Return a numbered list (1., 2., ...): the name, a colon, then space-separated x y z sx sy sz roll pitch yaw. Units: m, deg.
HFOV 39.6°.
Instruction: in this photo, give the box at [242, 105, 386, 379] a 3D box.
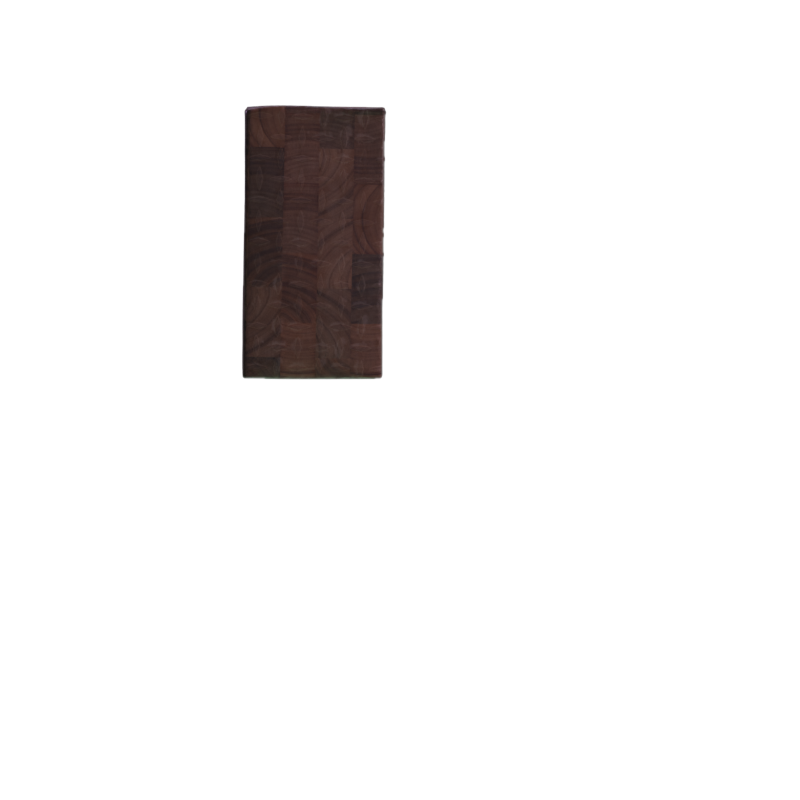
1. box: -0.057 -0.104 0.727 0.093 0.175 0.049 0 4 -4
